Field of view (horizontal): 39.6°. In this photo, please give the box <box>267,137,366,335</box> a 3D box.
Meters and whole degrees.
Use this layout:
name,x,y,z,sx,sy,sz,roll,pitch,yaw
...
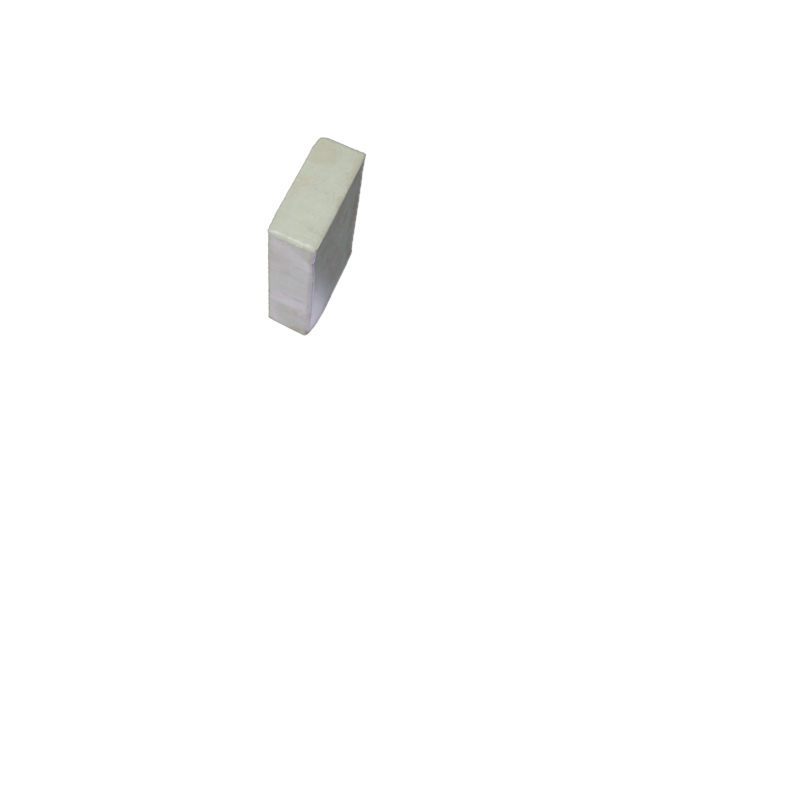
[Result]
name,x,y,z,sx,sy,sz,roll,pitch,yaw
box,-0.070,-0.127,0.885,0.049,0.096,0.168,23,-21,4
